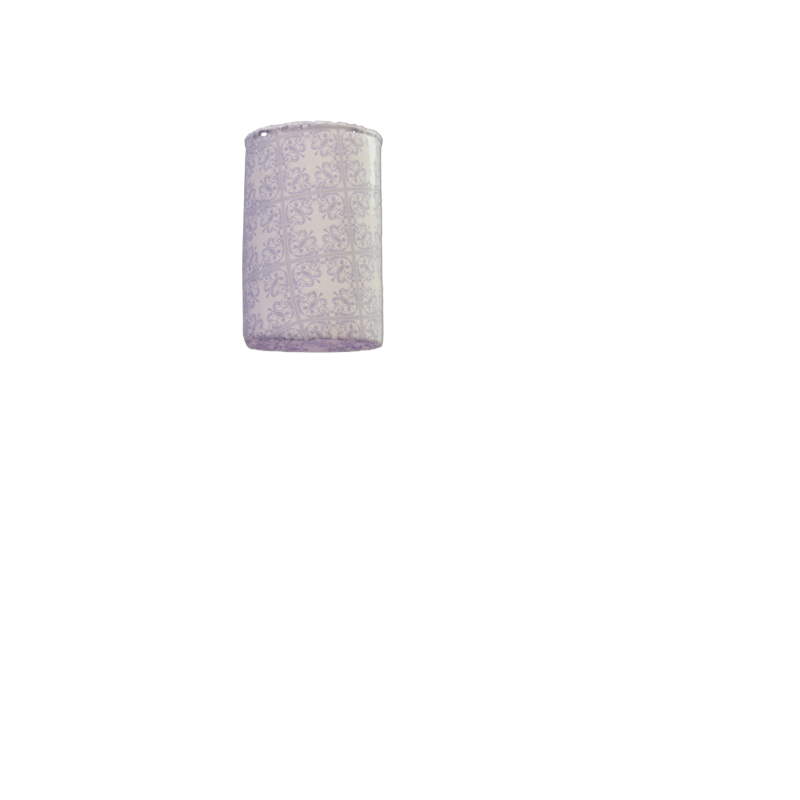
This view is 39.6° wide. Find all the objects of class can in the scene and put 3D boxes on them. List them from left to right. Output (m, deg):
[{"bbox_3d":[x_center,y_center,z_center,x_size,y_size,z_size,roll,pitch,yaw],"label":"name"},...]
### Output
[{"bbox_3d":[-0.042,-0.076,0.535,0.068,0.105,0.067,0,-8,-2],"label":"can"}]
